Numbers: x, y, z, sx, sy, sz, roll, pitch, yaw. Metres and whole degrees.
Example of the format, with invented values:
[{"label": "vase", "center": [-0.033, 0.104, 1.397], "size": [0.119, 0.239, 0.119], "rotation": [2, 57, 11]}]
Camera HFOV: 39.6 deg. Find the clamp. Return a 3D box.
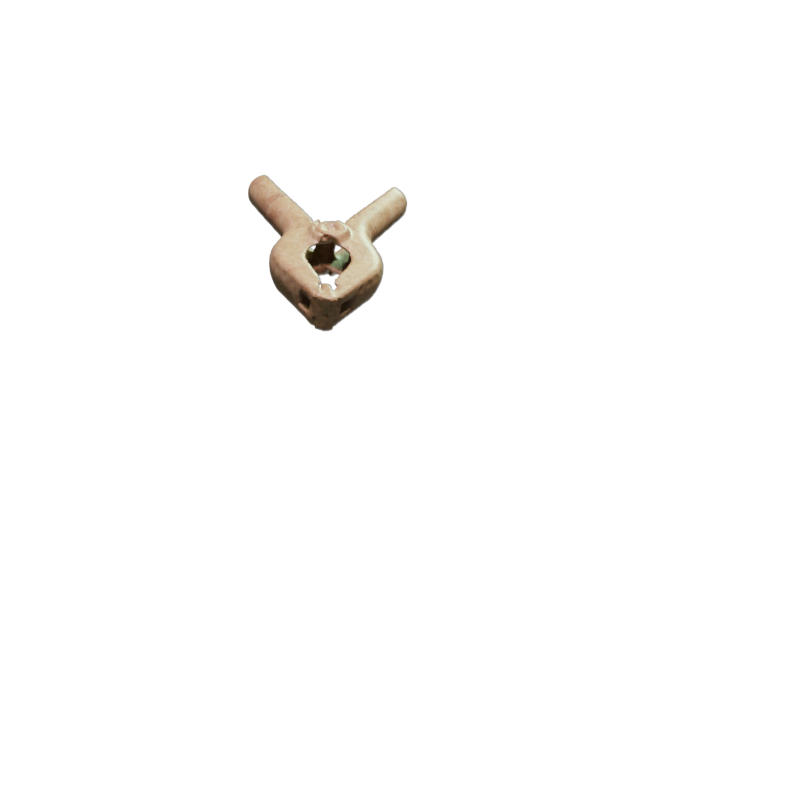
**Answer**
[{"label": "clamp", "center": [-0.062, -0.113, 0.792], "size": [0.121, 0.037, 0.181], "rotation": [4, 35, 6]}]
